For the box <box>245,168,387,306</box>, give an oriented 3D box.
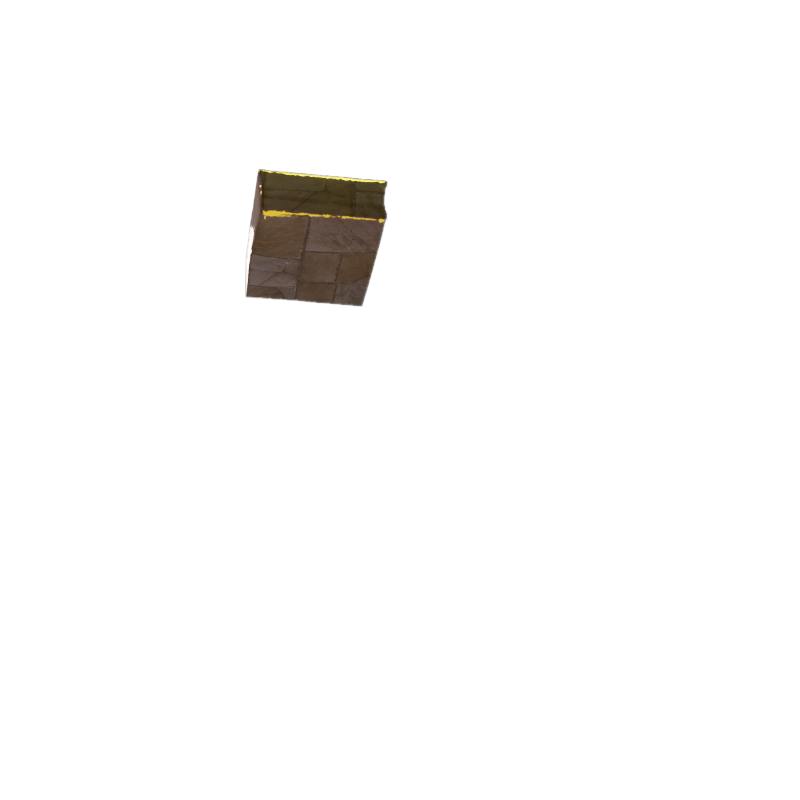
[{"bbox_3d":[-0.062,-0.112,0.787,0.089,0.041,0.108,4,-29,-9],"label":"box"}]
